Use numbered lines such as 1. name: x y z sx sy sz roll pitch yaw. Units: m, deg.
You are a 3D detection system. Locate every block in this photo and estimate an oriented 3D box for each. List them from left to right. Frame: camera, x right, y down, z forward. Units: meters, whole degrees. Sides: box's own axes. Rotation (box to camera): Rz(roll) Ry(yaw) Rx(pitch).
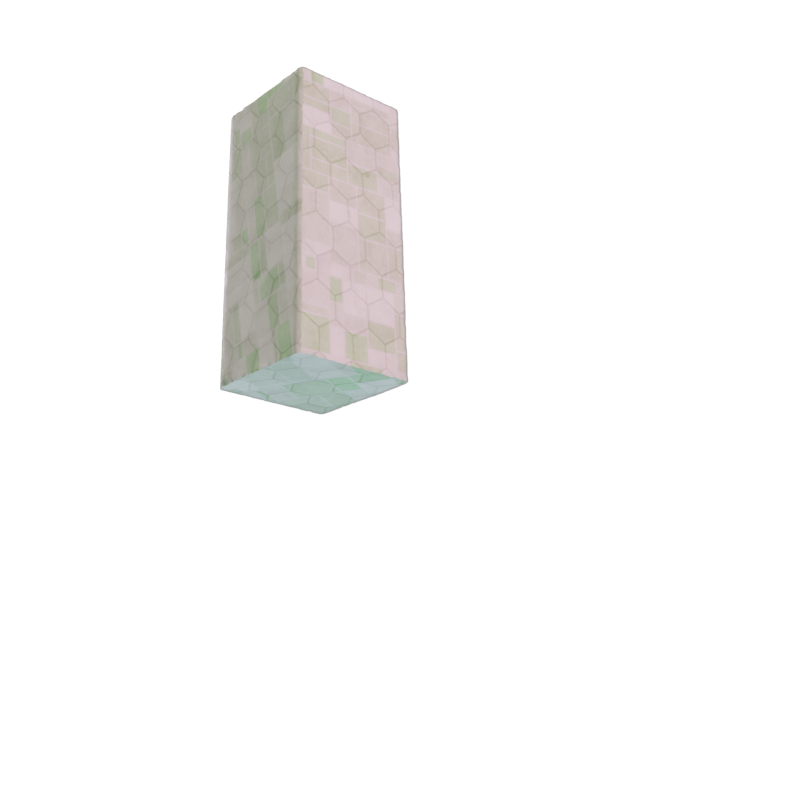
1. block: -0.059 -0.107 0.755 0.086 0.218 0.090 18 -31 -37
